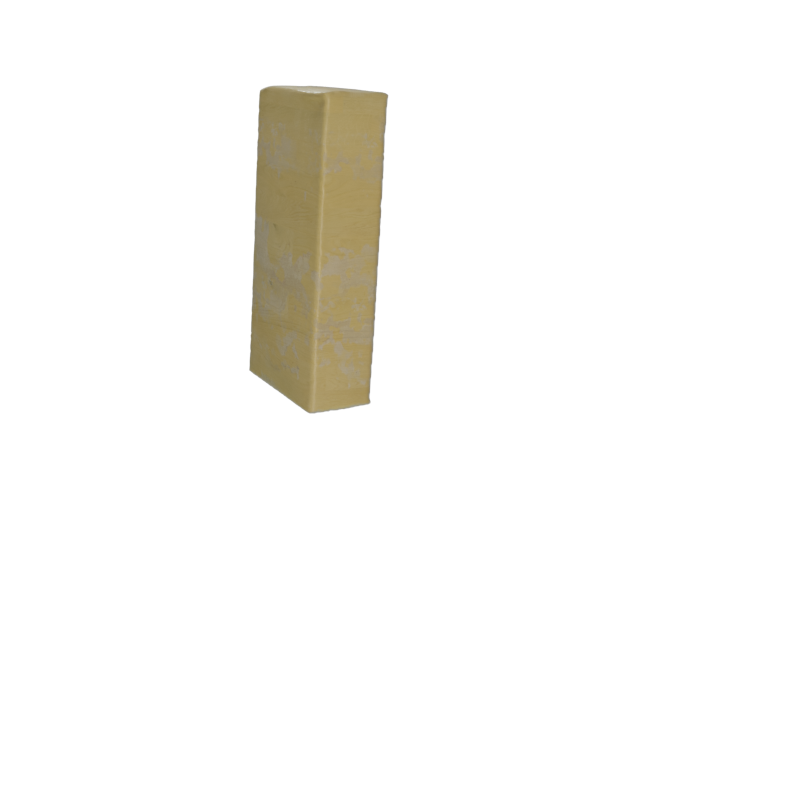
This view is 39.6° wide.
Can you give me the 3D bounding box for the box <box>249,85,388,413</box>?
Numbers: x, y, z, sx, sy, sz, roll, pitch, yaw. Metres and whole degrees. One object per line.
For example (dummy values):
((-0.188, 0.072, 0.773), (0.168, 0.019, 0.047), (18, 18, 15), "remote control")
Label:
((-0.050, -0.091, 0.637), (0.047, 0.172, 0.098), (-5, 13, -28), "box")
